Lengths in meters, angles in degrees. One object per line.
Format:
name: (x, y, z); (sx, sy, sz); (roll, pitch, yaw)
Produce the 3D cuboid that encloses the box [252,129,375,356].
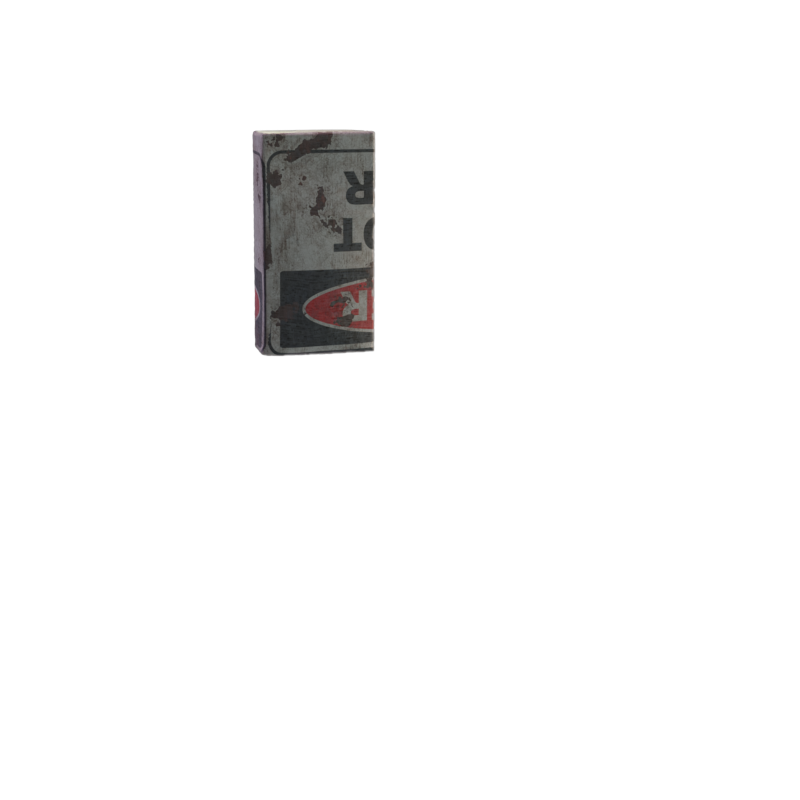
box: (-0.069, -0.125, 0.877); (0.092, 0.173, 0.050); (-2, 7, -16)
